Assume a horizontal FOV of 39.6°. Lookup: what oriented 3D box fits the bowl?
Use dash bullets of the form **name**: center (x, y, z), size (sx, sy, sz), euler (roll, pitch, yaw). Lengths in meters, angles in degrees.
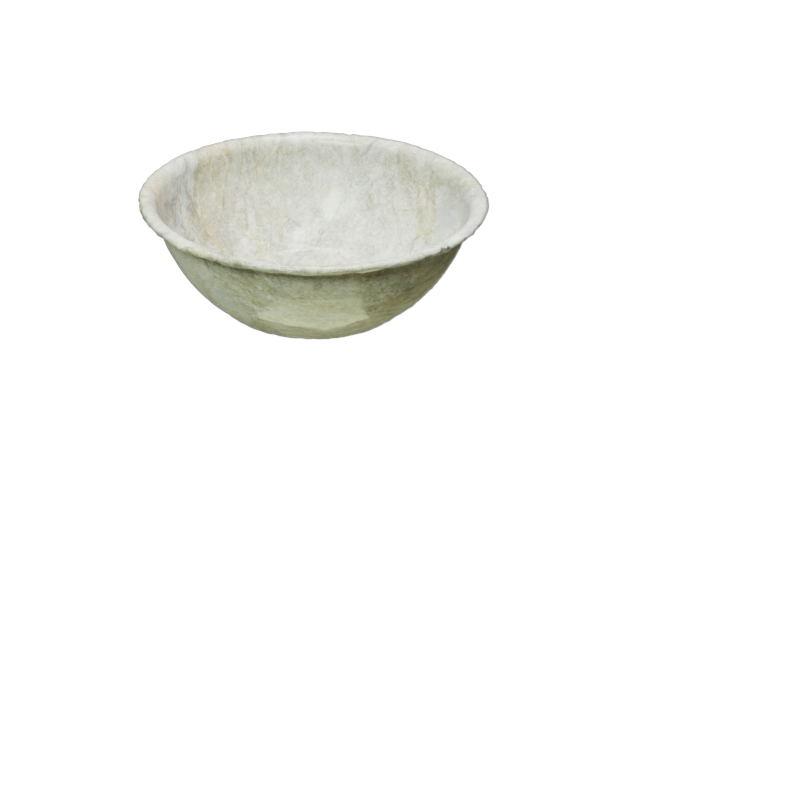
- **bowl**: center (-0.041, -0.075, 0.526), size (0.162, 0.052, 0.172), euler (-1, 31, -2)
